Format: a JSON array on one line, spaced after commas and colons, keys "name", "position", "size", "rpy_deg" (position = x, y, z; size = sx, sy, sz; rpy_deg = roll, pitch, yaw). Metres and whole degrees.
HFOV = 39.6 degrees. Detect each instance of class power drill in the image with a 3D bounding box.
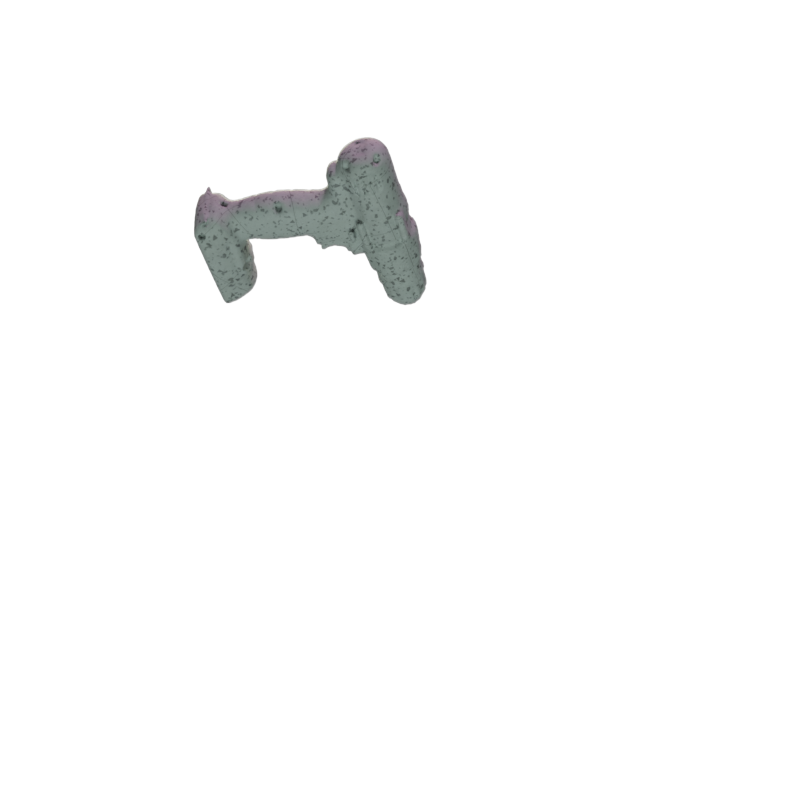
[{"name": "power drill", "position": [-0.078, -0.142, 0.996], "size": [0.189, 0.170, 0.062], "rpy_deg": [-11, 43, 10]}]
